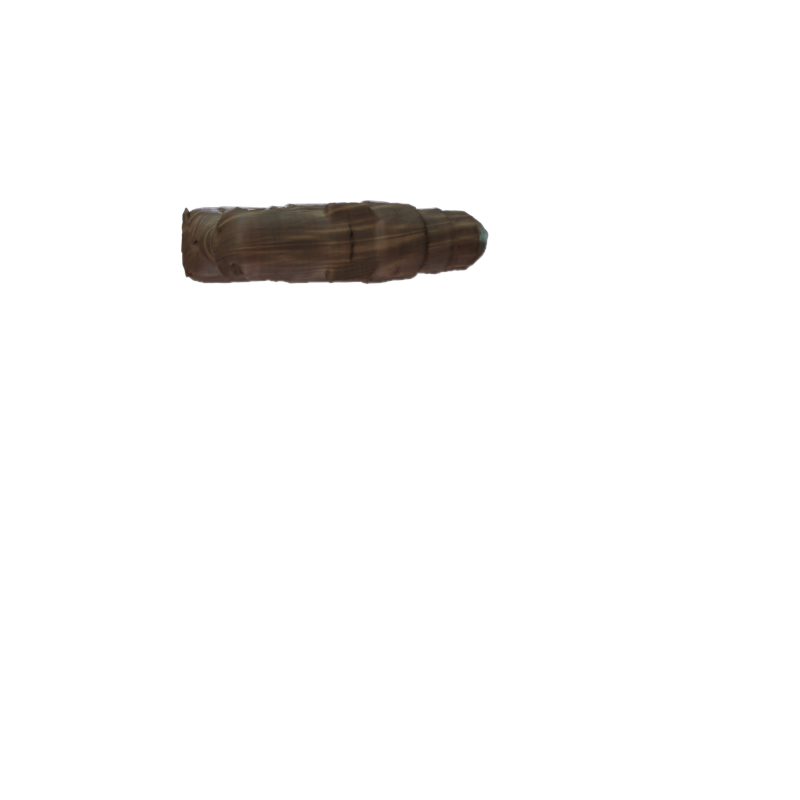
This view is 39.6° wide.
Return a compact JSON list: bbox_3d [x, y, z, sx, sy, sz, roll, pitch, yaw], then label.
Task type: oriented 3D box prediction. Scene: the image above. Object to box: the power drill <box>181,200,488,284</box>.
[{"bbox_3d":[-0.059,-0.108,0.756,0.179,0.057,0.194,-3,6,-26],"label":"power drill"}]
